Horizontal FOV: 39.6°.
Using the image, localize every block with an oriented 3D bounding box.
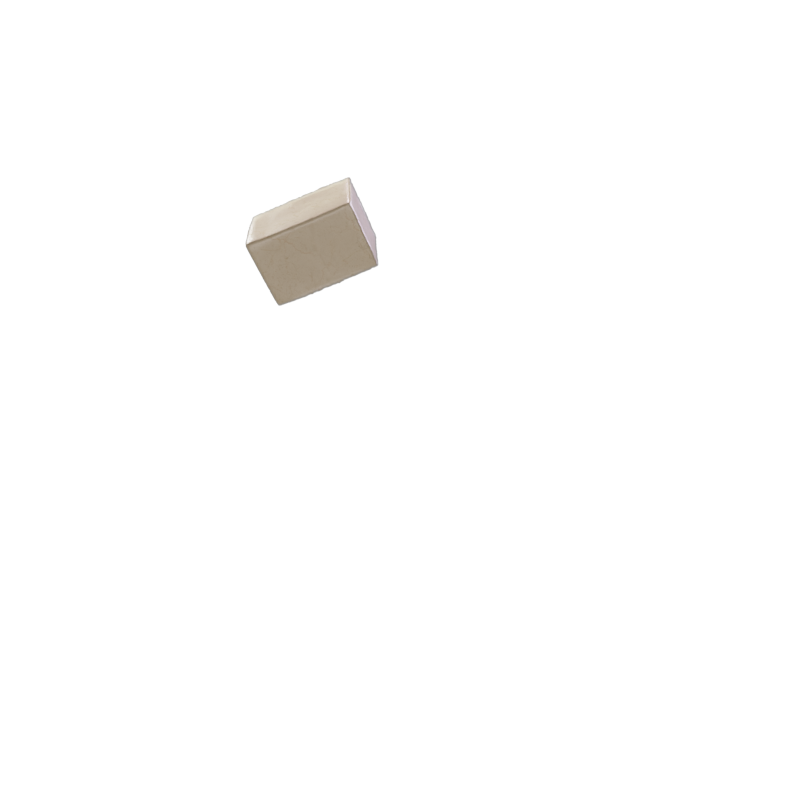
[{"bbox_3d":[-0.060,-0.110,0.768,0.078,0.050,0.054,-21,26,8],"label":"block"}]
